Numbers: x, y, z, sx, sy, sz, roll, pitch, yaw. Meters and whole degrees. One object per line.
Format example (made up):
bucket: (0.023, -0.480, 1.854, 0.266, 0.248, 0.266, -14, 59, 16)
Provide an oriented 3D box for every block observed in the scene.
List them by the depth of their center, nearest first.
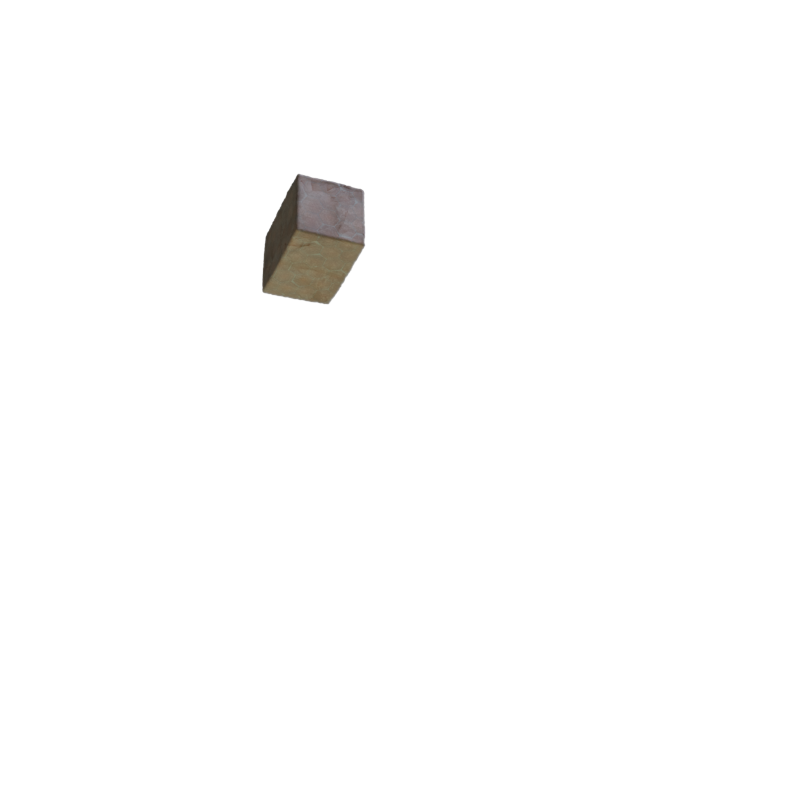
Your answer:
block: (-0.062, -0.113, 0.792, 0.051, 0.055, 0.075, 12, -36, -19)
